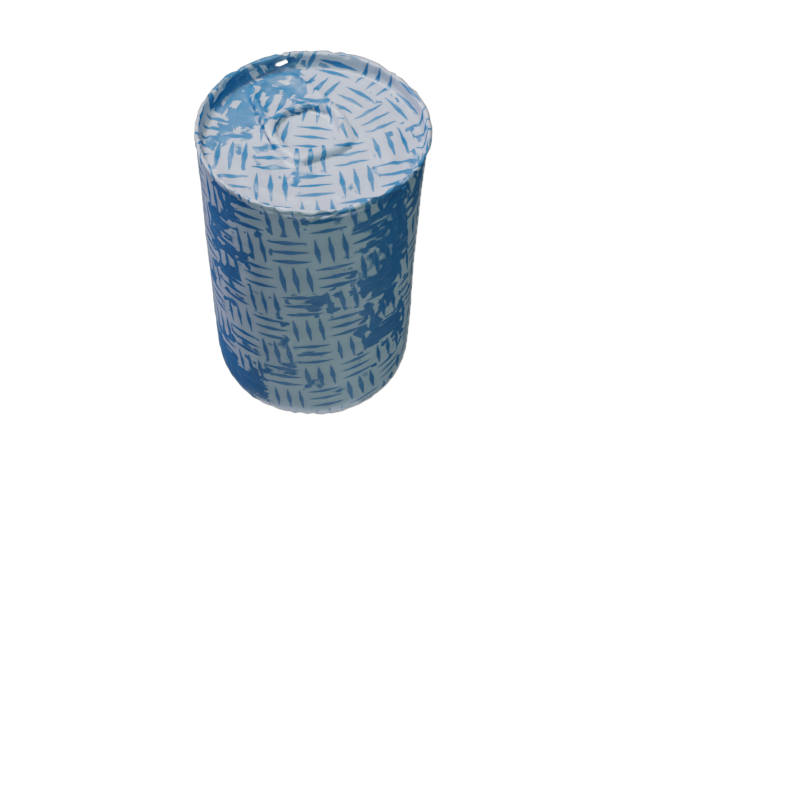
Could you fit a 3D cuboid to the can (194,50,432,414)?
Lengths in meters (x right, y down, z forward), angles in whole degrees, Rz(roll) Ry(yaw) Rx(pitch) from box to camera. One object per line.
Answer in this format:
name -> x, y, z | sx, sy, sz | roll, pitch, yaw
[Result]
can -> -0.028, -0.050, 0.353 | 0.068, 0.073, 0.095 | 0, -37, -3
